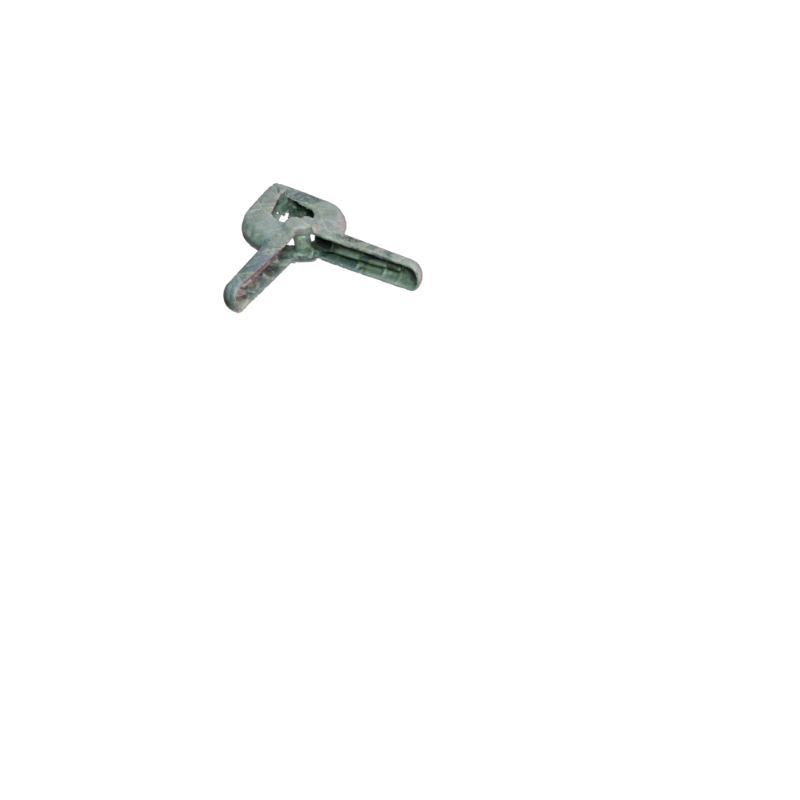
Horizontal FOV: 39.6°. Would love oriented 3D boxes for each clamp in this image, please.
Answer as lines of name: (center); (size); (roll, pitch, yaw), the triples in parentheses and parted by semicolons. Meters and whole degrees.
clamp: (-0.076, -0.139, 0.975); (0.163, 0.034, 0.225); (-4, 32, -7)
